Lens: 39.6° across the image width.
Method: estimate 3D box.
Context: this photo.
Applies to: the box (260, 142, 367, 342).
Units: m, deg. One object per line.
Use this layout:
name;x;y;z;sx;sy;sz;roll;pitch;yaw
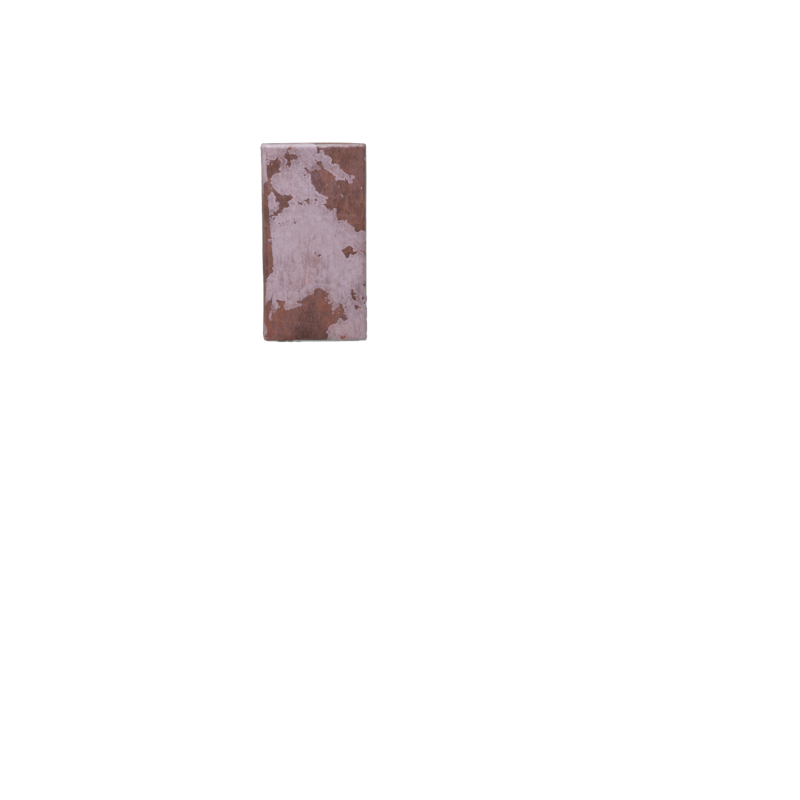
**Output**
box;-0.077;-0.141;0.989;0.092;0.174;0.049;-1;5;-8
